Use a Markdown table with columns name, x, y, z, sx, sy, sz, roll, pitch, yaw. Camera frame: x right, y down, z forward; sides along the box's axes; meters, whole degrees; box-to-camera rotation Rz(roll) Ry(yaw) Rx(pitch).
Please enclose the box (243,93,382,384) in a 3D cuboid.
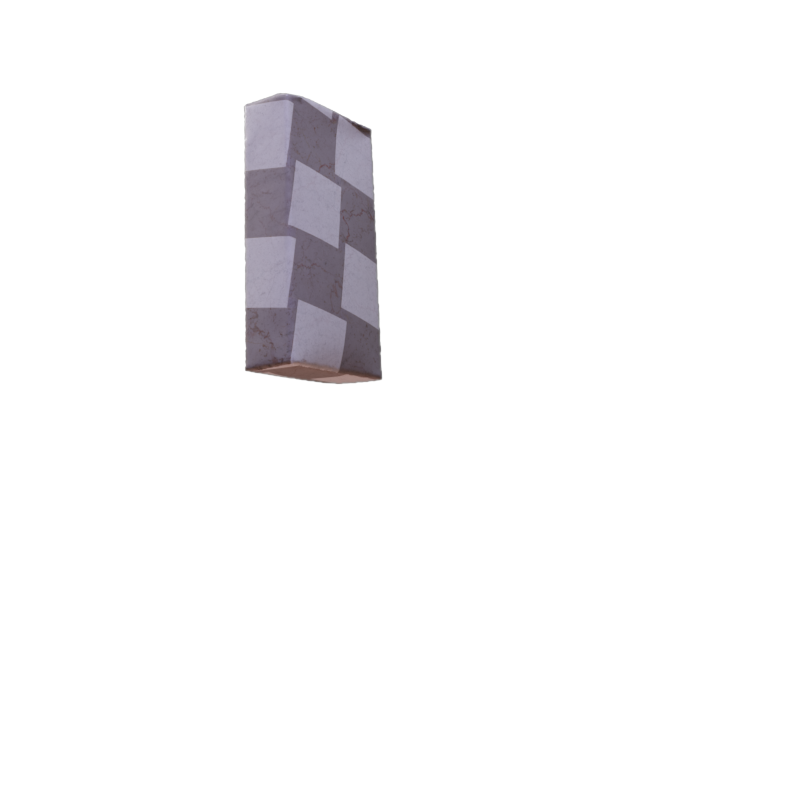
| name | x | y | z | sx | sy | sz | roll | pitch | yaw |
| --- | --- | --- | --- | --- | --- | --- | --- | --- | --- |
| box | -0.056 | -0.102 | 0.716 | 0.049 | 0.182 | 0.088 | -11 | -16 | 36 |
